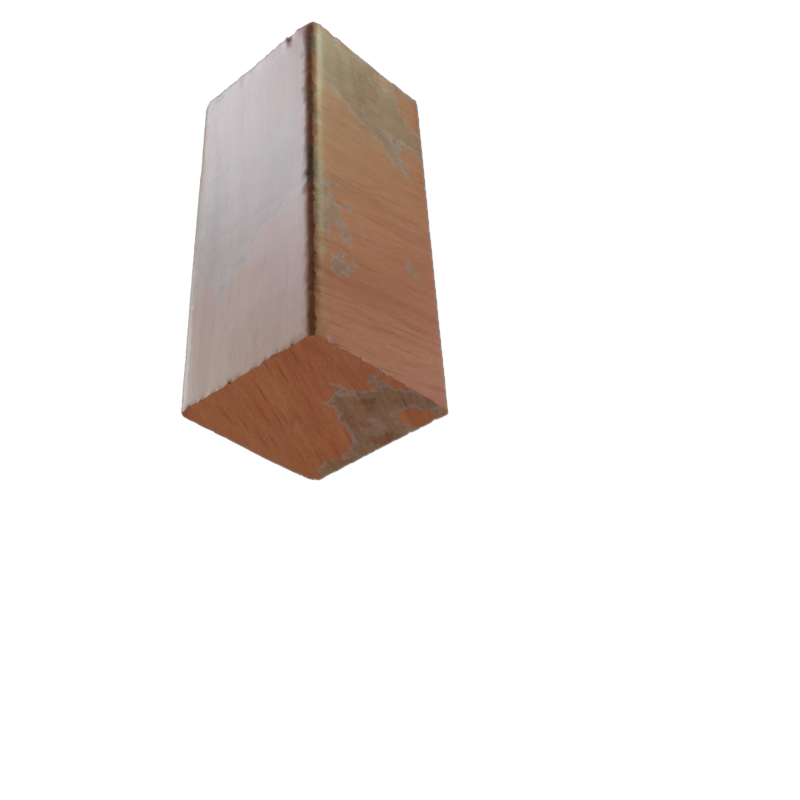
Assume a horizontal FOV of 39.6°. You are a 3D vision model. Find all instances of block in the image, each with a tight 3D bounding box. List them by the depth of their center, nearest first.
[{"bbox_3d":[-0.045,-0.081,0.565,0.090,0.221,0.084,-31,-46,32],"label":"block"}]
